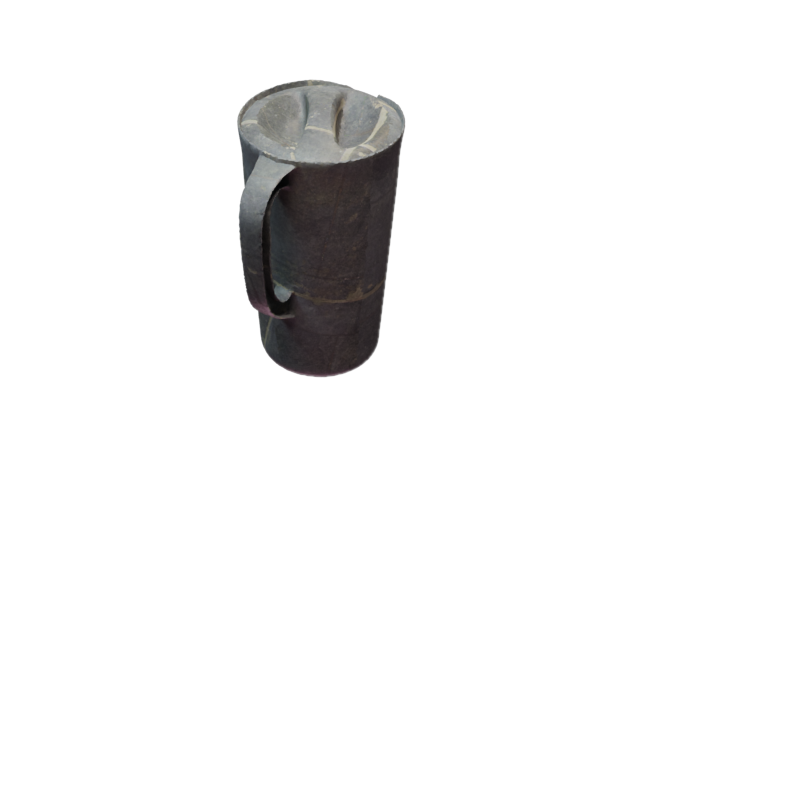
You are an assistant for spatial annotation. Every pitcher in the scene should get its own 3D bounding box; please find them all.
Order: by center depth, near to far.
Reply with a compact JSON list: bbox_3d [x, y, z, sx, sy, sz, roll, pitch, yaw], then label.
[{"bbox_3d":[-0.073,-0.134,0.938,0.147,0.227,0.157,-10,41,-15],"label":"pitcher"}]
